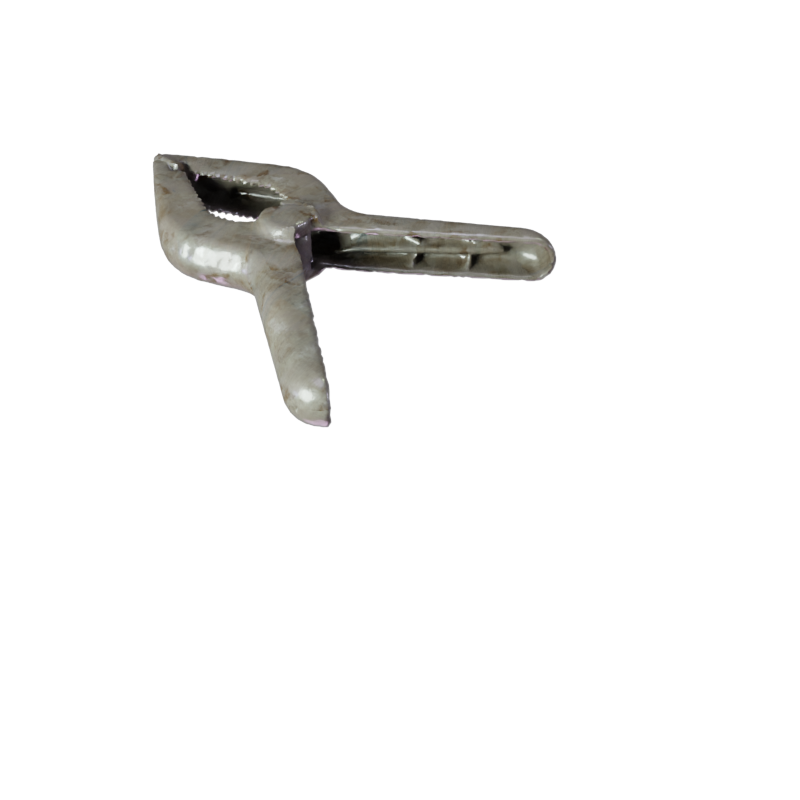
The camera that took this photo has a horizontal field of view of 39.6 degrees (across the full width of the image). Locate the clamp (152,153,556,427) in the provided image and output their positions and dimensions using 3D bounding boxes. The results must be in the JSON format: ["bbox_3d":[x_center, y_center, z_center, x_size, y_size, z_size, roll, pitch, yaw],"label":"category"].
[{"bbox_3d":[-0.042,-0.077,0.542,0.163,0.034,0.225,-26,44,-31],"label":"clamp"}]
